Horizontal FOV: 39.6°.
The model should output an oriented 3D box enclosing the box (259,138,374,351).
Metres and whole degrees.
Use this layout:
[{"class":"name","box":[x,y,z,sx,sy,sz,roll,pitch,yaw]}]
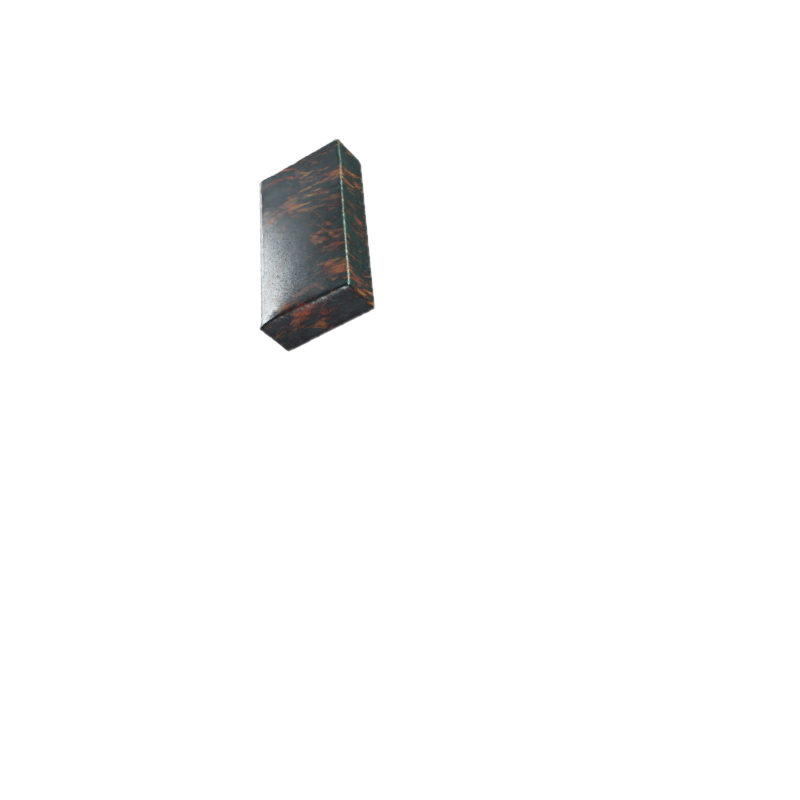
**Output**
[{"class":"box","box":[-0.075,-0.137,0.958,0.093,0.189,0.045,-25,-46,23]}]
